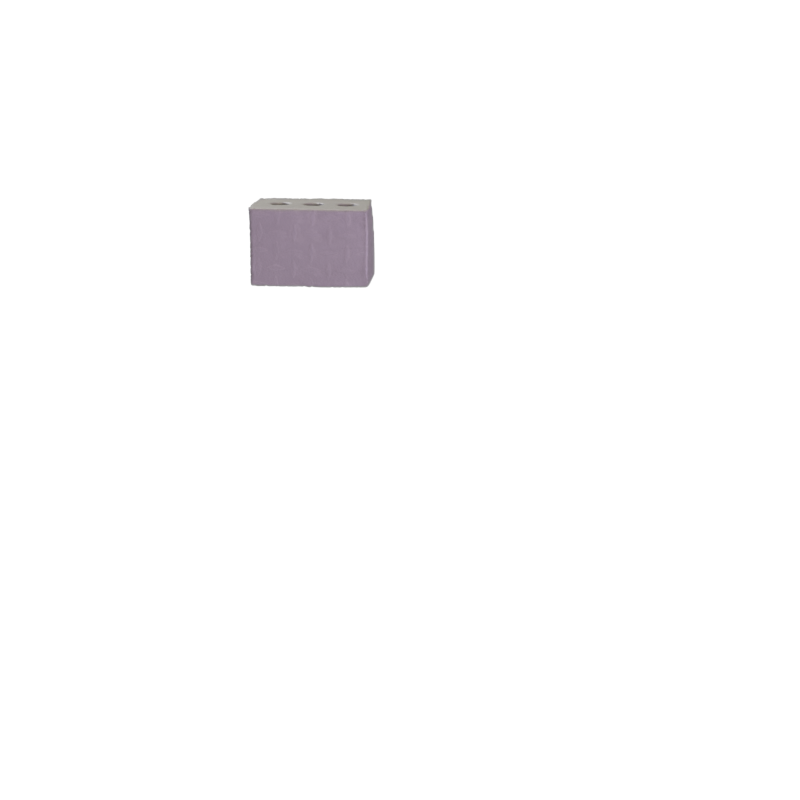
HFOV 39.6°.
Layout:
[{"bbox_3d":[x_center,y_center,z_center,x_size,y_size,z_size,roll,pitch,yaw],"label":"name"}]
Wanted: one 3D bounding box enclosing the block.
[{"bbox_3d":[-0.056,-0.103,0.720,0.078,0.050,0.054,1,13,4],"label":"block"}]
